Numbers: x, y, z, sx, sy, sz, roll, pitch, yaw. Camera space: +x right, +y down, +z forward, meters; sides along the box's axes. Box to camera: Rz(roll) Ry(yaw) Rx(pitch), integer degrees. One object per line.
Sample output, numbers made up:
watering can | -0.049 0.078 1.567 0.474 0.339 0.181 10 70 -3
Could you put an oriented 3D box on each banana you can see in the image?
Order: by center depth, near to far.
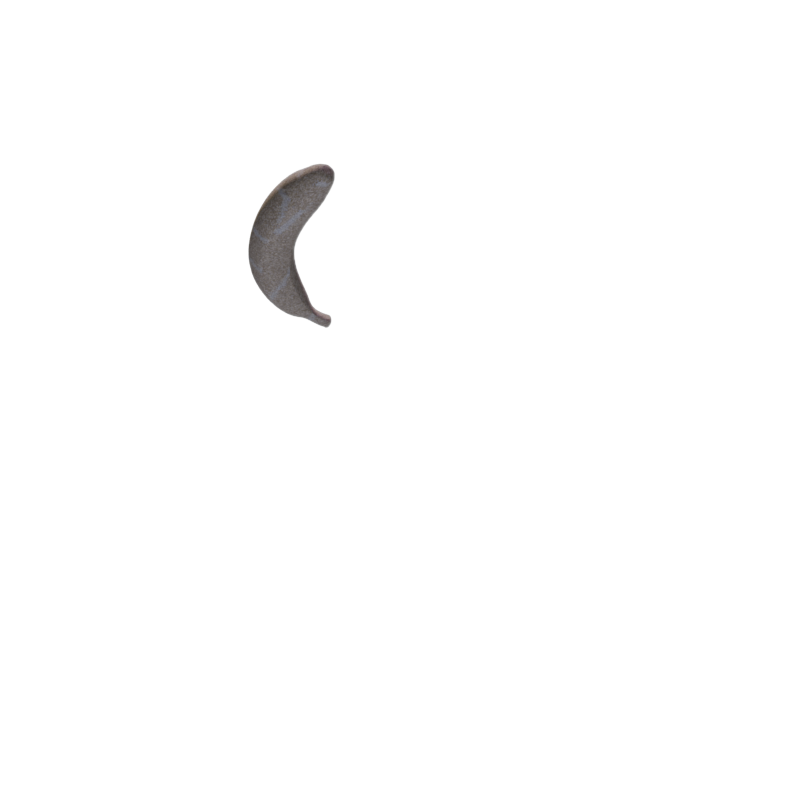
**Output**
banana | -0.089 -0.126 0.898 0.069 0.039 0.185 1 -32 -3
